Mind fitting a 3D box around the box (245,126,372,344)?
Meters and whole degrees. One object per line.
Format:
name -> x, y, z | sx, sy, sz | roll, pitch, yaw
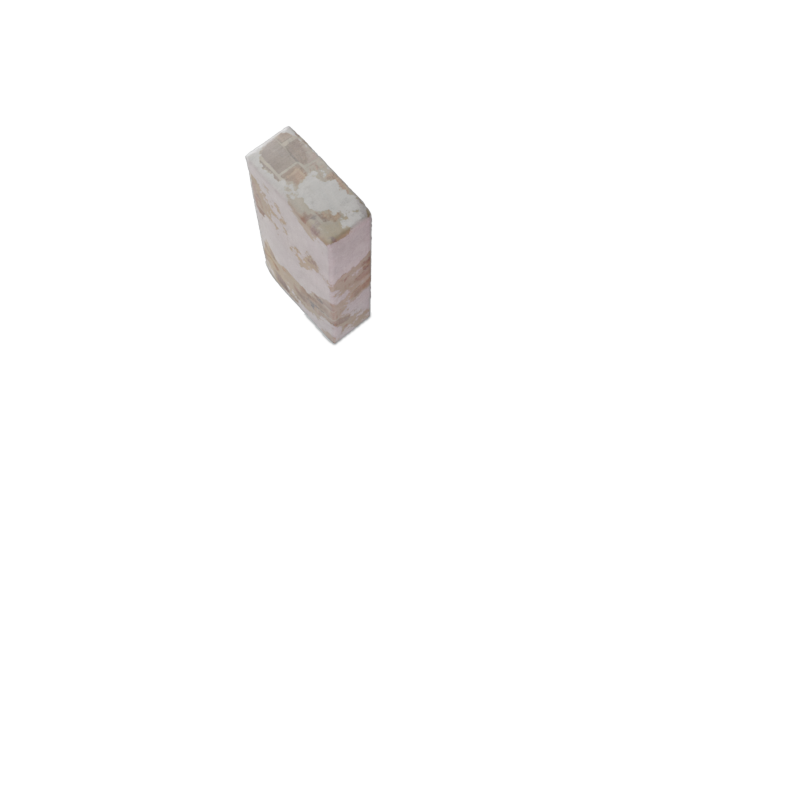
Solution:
box -> -0.063, -0.116, 0.814 | 0.048, 0.098, 0.167 | -36, -16, -16
